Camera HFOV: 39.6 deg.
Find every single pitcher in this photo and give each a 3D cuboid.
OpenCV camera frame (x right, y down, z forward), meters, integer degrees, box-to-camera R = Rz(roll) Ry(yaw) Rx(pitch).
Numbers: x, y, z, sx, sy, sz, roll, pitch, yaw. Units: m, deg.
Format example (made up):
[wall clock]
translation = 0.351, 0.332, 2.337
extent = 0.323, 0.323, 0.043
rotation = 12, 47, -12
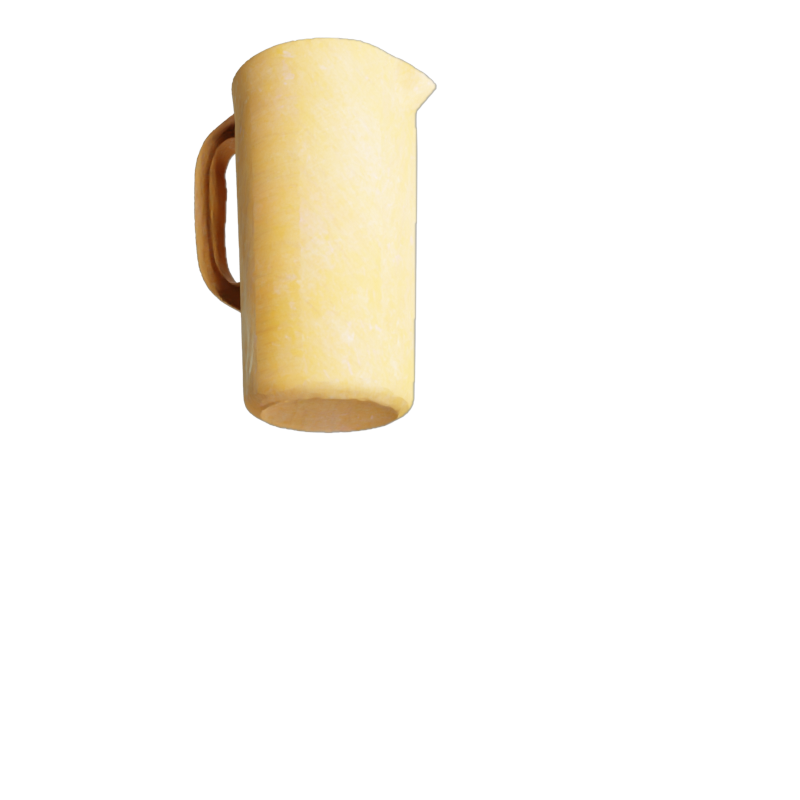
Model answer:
[pitcher]
translation = -0.058, -0.106, 0.745
extent = 0.141, 0.255, 0.146
rotation = 6, -22, -18
